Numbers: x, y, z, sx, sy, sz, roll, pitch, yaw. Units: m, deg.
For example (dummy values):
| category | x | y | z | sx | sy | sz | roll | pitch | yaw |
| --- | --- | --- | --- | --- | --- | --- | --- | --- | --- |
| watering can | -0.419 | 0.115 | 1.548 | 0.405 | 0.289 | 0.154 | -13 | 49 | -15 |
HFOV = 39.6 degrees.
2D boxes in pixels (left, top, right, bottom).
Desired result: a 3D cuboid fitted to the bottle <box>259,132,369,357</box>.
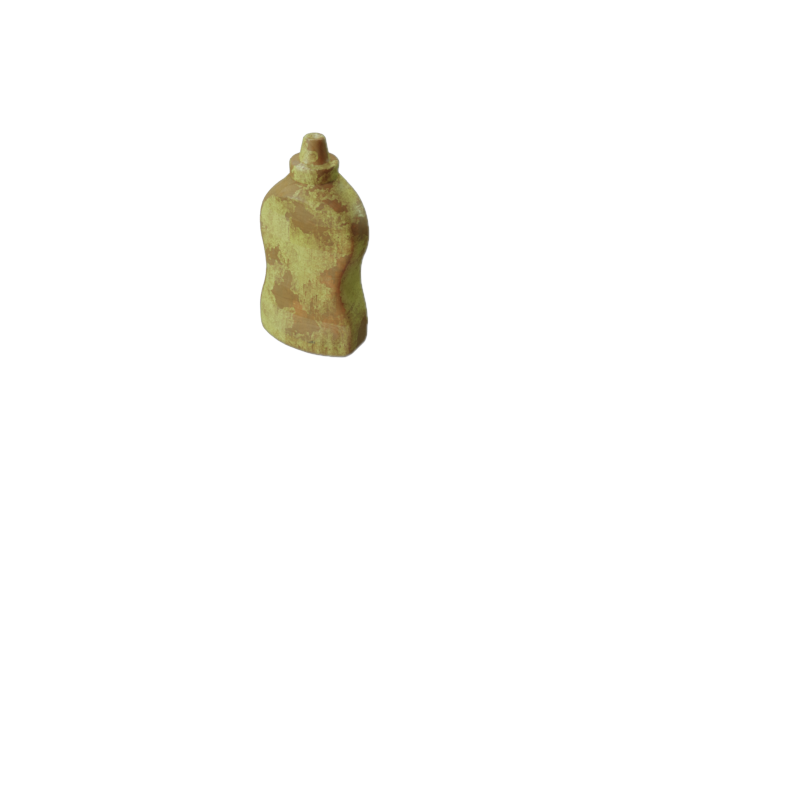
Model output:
| category | x | y | z | sx | sy | sz | roll | pitch | yaw |
| --- | --- | --- | --- | --- | --- | --- | --- | --- | --- |
| bottle | -0.073 | -0.134 | 0.934 | 0.101 | 0.180 | 0.059 | 20 | 35 | 27 |
